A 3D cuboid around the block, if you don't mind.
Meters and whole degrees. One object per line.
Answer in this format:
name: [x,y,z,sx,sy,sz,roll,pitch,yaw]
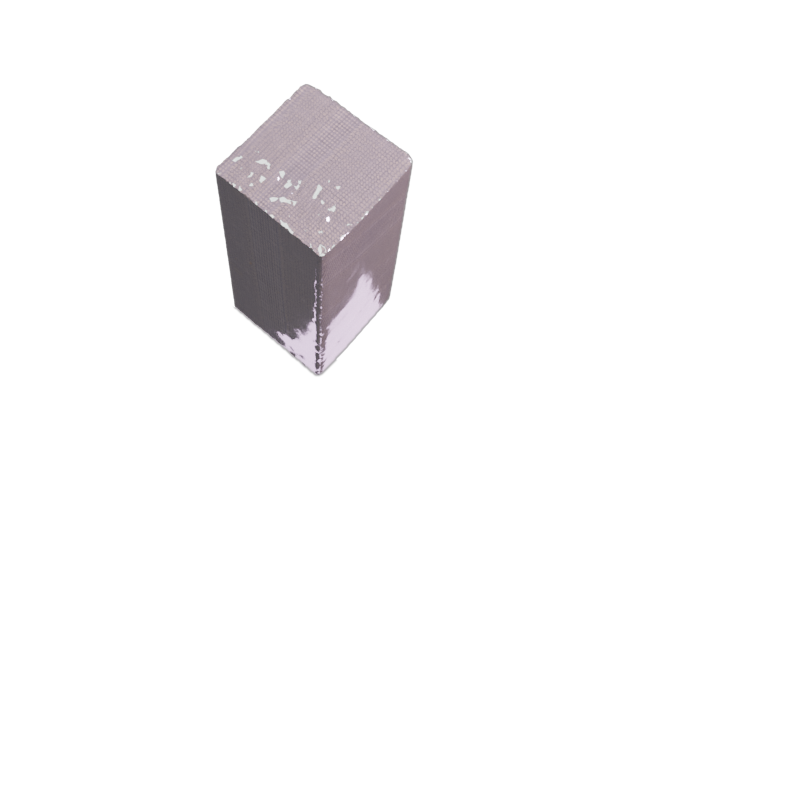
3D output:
block: [-0.059,-0.109,0.763,0.094,0.092,0.196,39,-18,11]
